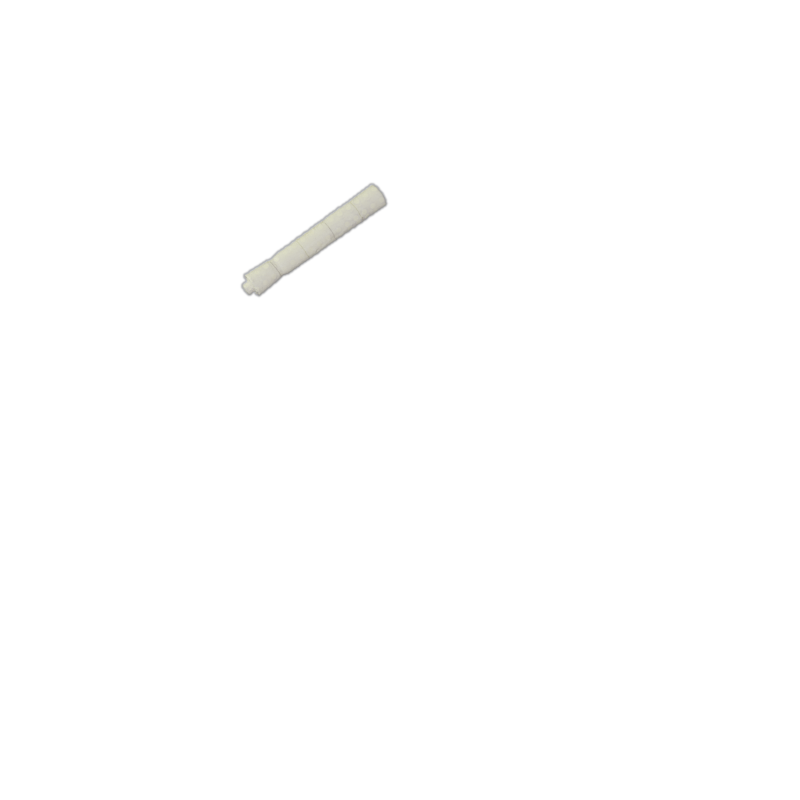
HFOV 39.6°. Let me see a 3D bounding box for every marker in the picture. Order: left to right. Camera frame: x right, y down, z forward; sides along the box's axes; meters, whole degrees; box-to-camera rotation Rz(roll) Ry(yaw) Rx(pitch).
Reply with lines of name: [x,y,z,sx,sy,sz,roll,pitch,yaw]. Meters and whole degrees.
marker: [-0.062,-0.113,0.795,0.121,0.019,0.020,-37,13,-11]
